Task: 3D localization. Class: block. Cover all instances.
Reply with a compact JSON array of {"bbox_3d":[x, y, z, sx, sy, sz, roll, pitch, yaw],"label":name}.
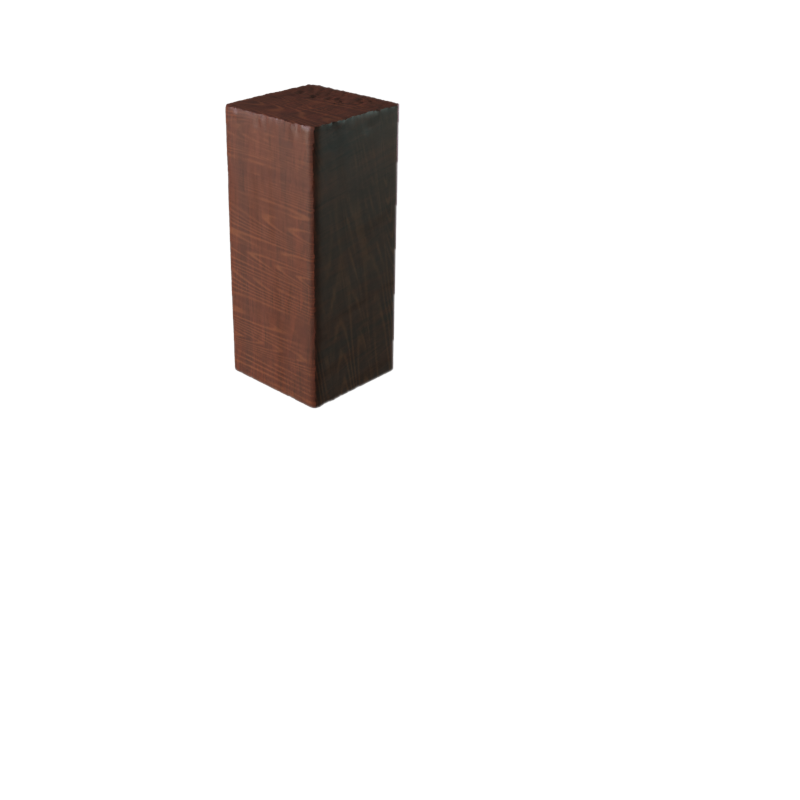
[{"bbox_3d":[-0.064,-0.115,0.803,0.096,0.196,0.089,21,30,38],"label":"block"}]
